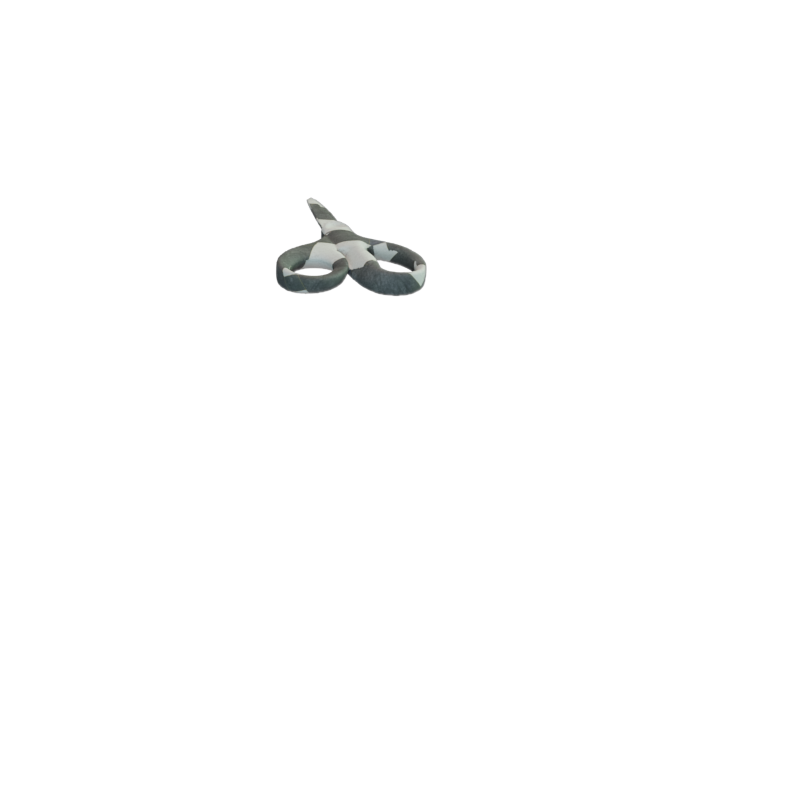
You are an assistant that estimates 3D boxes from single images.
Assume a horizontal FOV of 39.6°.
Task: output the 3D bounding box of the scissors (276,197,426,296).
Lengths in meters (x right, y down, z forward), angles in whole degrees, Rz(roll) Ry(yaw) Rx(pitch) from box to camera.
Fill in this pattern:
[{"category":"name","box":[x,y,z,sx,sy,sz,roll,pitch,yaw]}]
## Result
[{"category":"scissors","box":[-0.055,-0.101,0.709,0.094,0.015,0.215,-11,26,-25]}]
